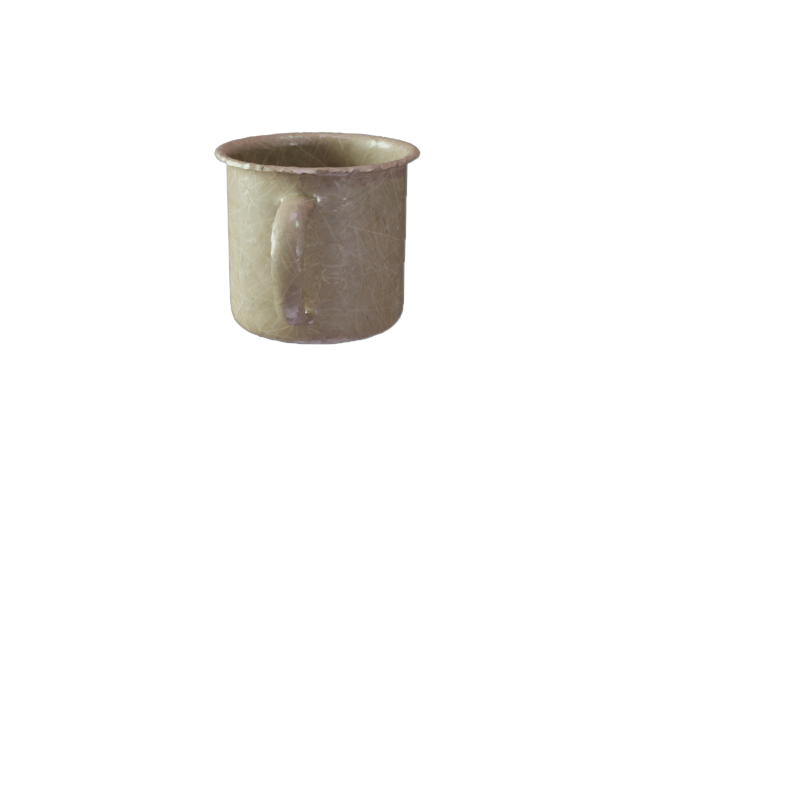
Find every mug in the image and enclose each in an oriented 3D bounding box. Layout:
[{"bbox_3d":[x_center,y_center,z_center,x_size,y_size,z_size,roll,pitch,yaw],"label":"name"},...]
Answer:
[{"bbox_3d":[-0.039,-0.071,0.501,0.094,0.078,0.121,2,21,4],"label":"mug"}]
